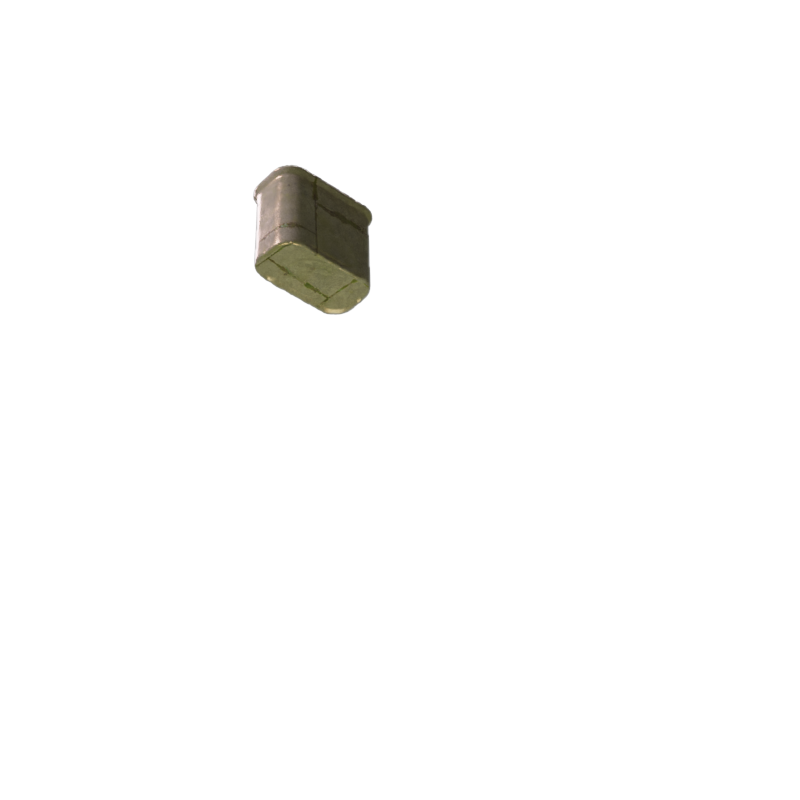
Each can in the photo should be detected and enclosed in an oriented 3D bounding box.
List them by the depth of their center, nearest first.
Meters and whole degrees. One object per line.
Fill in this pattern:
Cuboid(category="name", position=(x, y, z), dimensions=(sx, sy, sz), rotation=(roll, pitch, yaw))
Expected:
Cuboid(category="can", position=(-0.070, -0.128, 0.899), dimensions=(0.096, 0.090, 0.057), rotation=(28, -48, -31))
